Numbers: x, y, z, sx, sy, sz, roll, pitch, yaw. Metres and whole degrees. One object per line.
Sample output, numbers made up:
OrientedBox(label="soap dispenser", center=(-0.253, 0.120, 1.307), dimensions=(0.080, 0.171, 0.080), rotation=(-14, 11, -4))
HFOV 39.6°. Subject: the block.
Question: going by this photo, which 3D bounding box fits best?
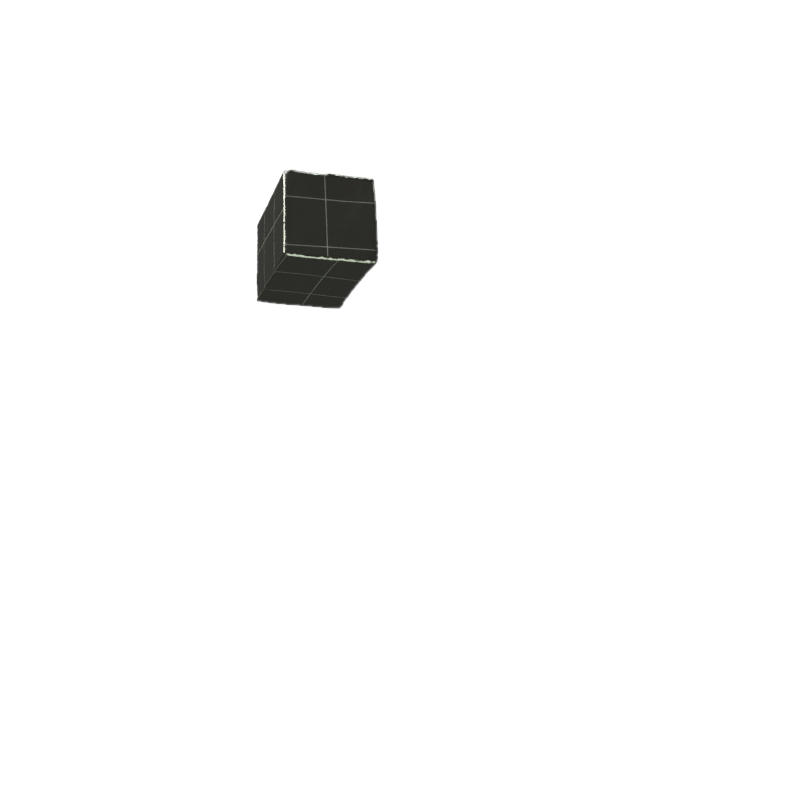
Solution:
OrientedBox(label="block", center=(-0.049, -0.089, 0.624), dimensions=(0.051, 0.054, 0.076), rotation=(5, -18, -17))
